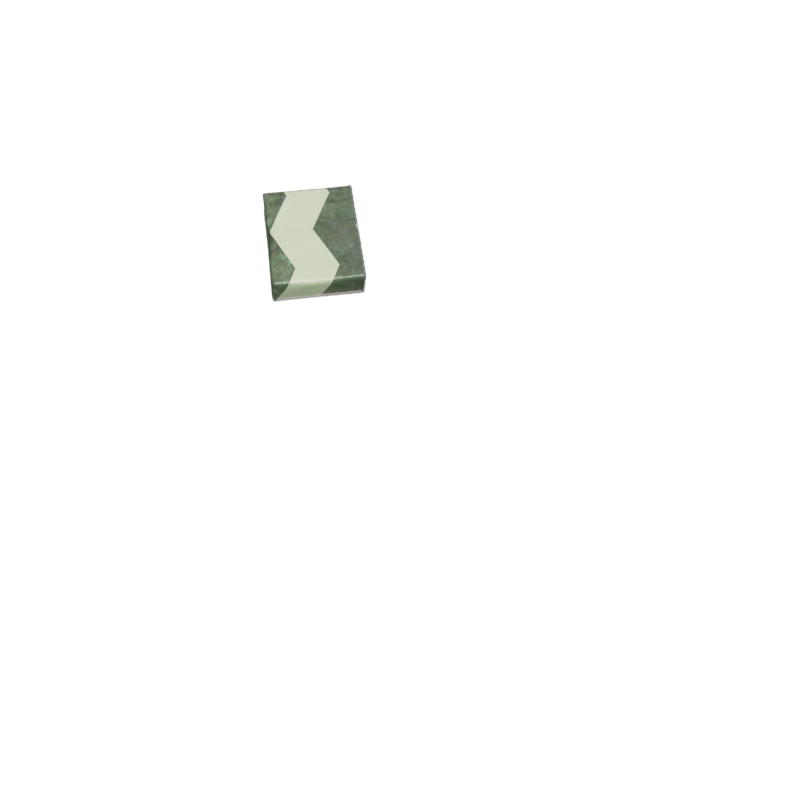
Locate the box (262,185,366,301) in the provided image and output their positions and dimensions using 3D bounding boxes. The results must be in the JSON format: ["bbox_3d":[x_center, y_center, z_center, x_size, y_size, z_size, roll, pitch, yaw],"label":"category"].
[{"bbox_3d":[-0.069,-0.125,0.876,0.073,0.095,0.028,-6,-29,-4],"label":"box"}]
